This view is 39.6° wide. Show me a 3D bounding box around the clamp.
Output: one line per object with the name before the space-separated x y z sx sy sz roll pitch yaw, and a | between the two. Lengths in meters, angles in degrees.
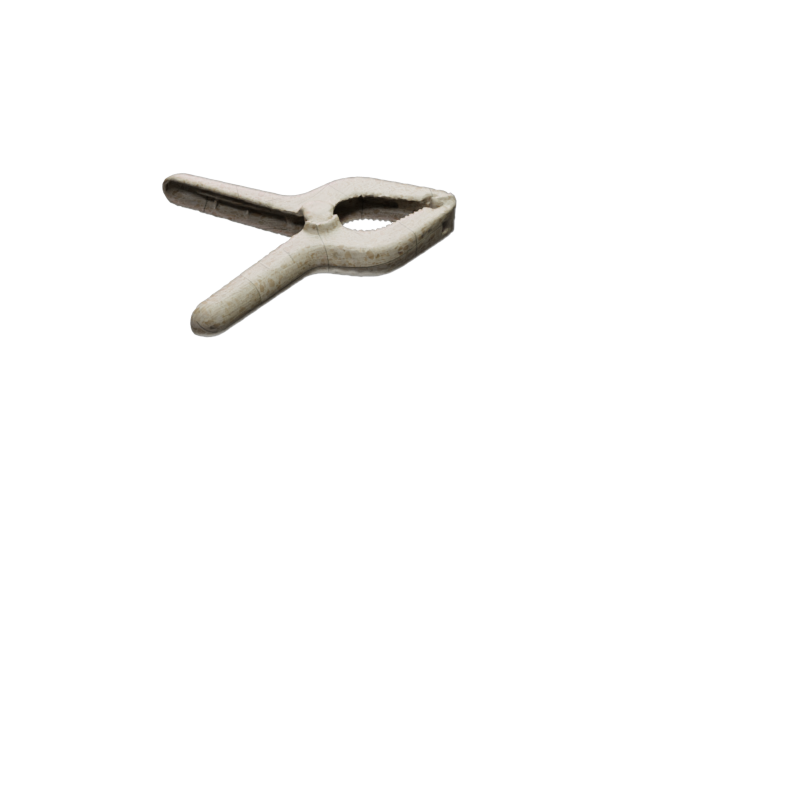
clamp | -0.061 -0.111 0.775 0.209 0.034 0.178 -5 45 -5
